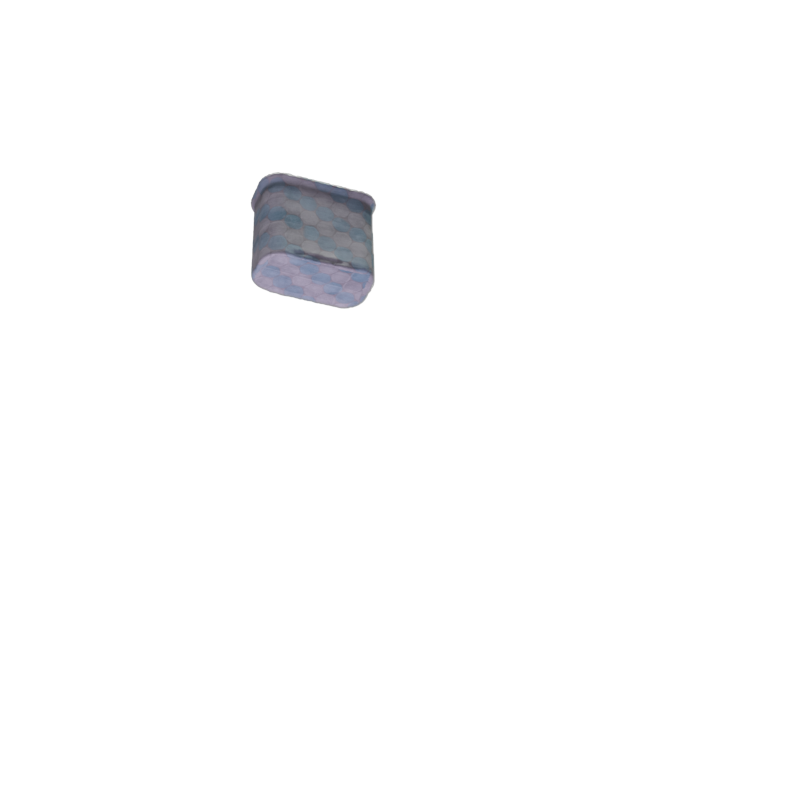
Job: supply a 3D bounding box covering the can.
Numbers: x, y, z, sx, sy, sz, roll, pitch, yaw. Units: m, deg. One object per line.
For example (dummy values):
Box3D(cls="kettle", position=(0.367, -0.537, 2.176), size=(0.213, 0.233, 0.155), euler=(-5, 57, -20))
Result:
Box3D(cls="can", position=(-0.070, -0.129, 0.901), size=(0.099, 0.090, 0.055), euler=(11, -38, -17))
